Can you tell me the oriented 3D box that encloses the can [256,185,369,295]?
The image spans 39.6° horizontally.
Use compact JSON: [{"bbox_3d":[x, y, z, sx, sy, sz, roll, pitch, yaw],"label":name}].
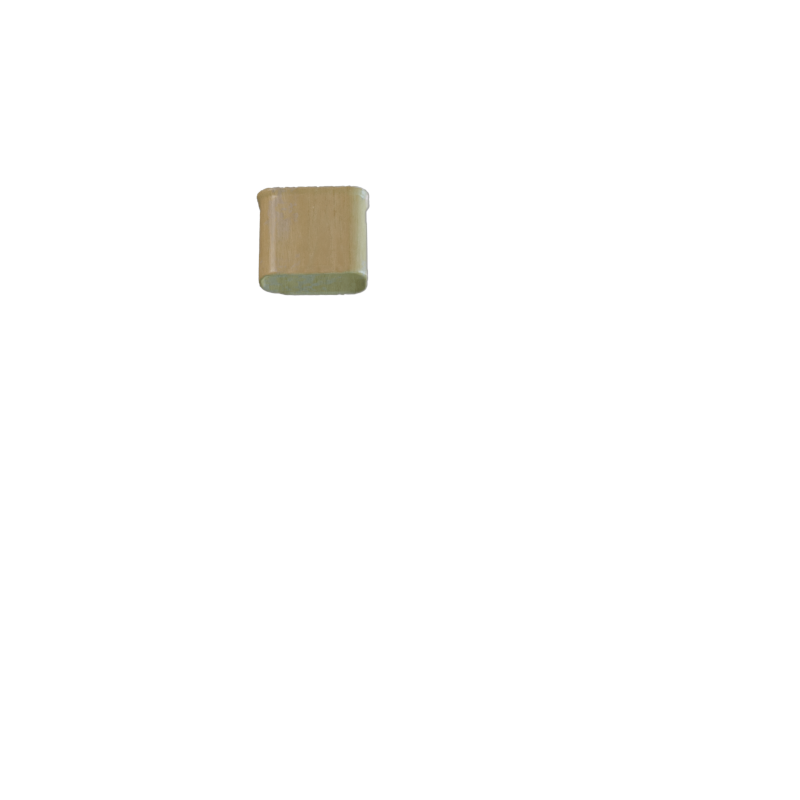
[{"bbox_3d":[-0.078,-0.142,0.991,0.102,0.088,0.054,-1,-22,1],"label":"can"}]
